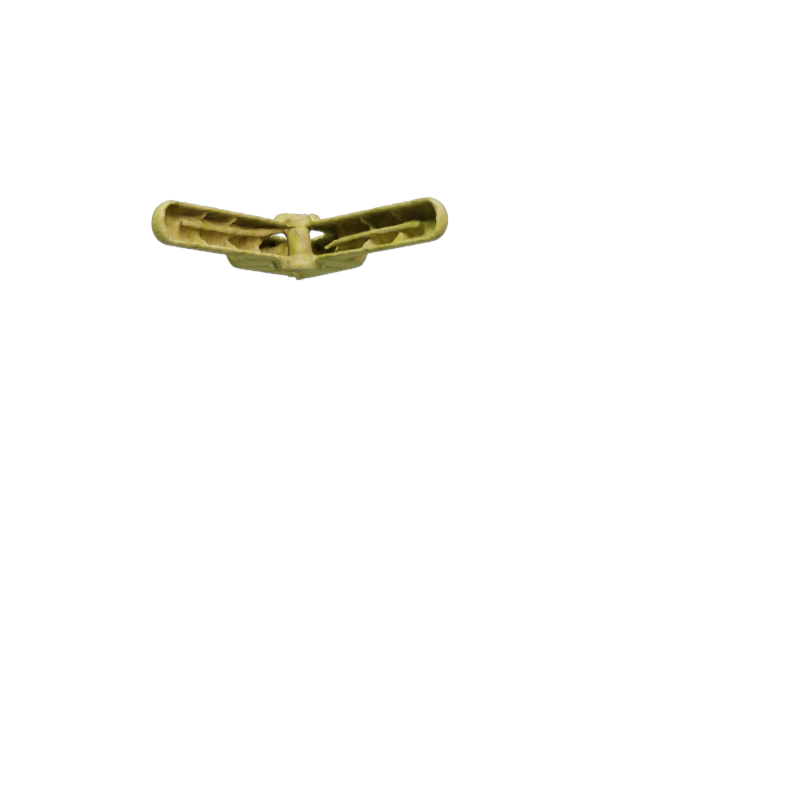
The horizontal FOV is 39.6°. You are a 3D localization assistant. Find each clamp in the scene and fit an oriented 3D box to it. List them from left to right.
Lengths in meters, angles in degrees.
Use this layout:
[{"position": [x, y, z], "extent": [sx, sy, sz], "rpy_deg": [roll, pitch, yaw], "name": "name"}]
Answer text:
[{"position": [-0.055, -0.100, 0.701], "extent": [0.165, 0.037, 0.207], "rpy_deg": [0, 0, 2], "name": "clamp"}]
